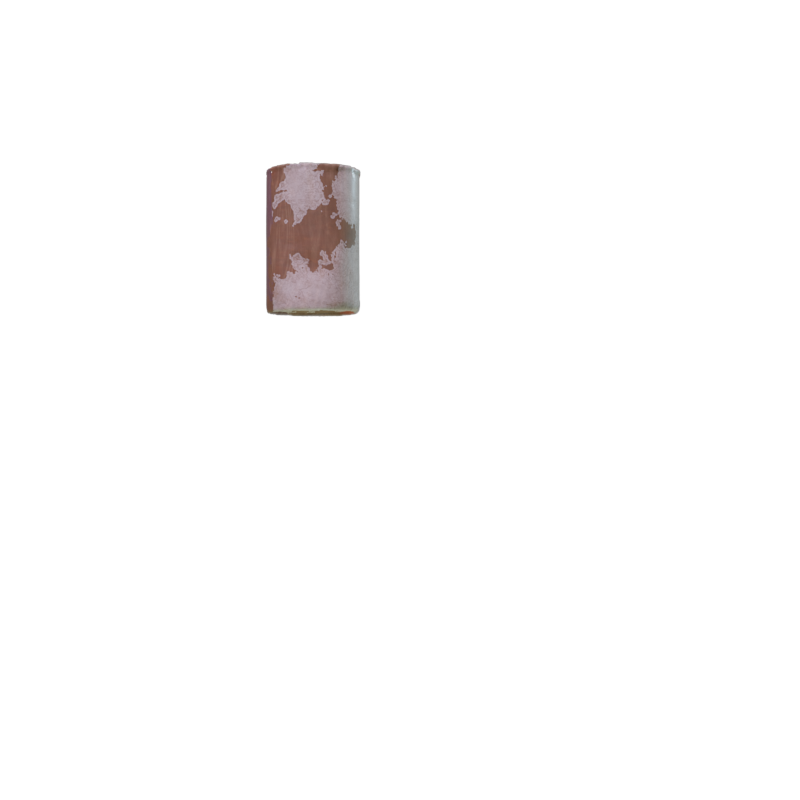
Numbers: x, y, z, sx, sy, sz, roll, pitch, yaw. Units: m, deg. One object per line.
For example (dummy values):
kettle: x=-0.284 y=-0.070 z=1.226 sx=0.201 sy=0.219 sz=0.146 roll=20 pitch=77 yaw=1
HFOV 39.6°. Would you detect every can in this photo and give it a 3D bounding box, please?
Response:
can: x=-0.062 y=-0.112 z=0.788 sx=0.068 sy=0.104 sz=0.068 roll=0 pitch=-5 yaw=-2
